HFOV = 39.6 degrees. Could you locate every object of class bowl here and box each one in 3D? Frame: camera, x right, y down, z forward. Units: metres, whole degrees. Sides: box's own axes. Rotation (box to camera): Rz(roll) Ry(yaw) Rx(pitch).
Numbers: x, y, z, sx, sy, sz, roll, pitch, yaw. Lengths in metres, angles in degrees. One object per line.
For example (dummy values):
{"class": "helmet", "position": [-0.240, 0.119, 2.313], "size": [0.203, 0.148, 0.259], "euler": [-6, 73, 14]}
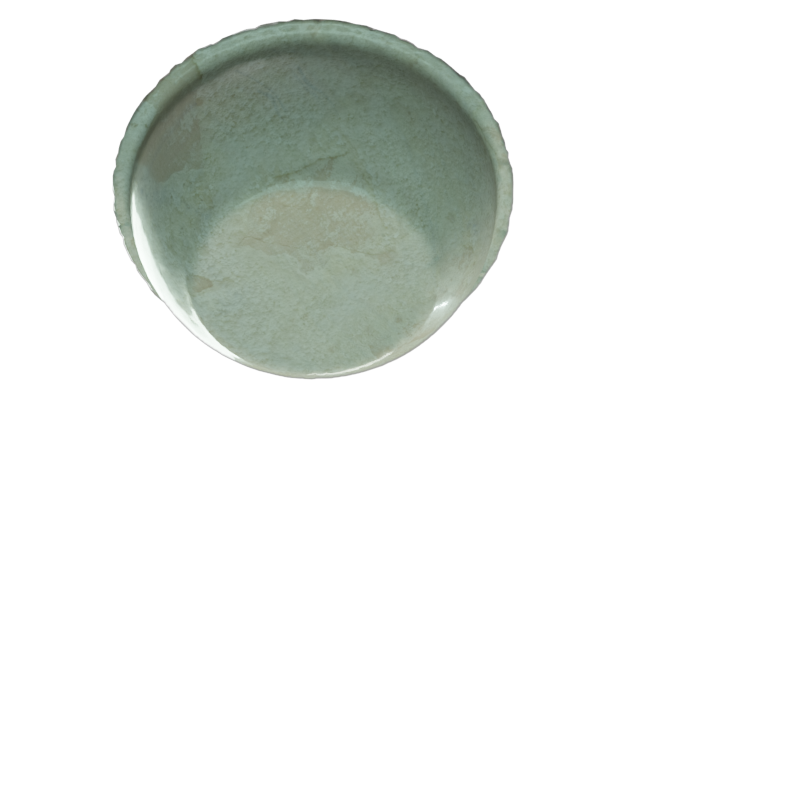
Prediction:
{"class": "bowl", "position": [-0.034, -0.061, 0.428], "size": [0.162, 0.151, 0.059], "euler": [1, 38, -1]}
